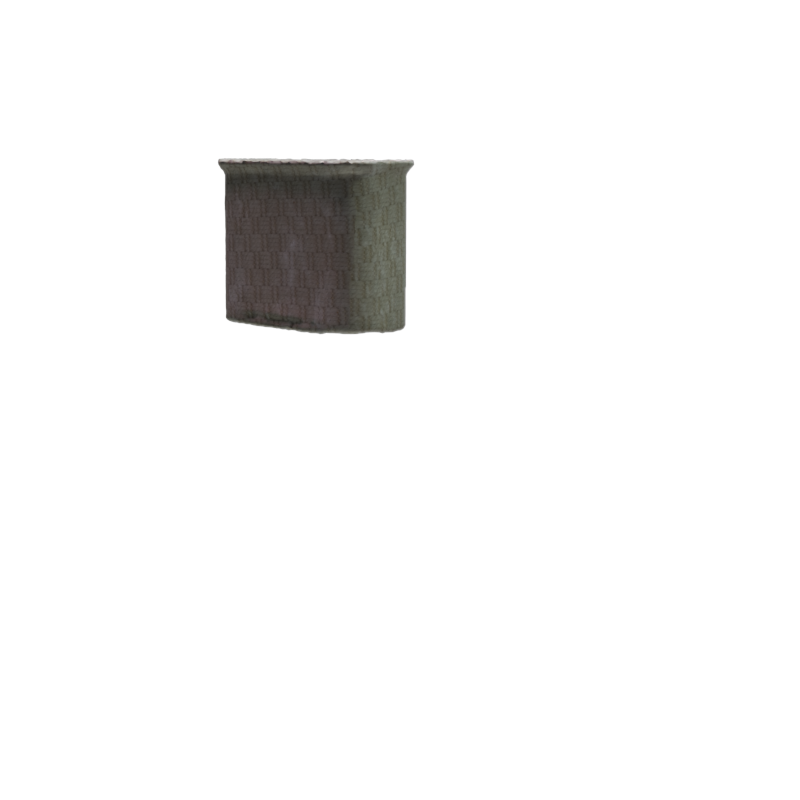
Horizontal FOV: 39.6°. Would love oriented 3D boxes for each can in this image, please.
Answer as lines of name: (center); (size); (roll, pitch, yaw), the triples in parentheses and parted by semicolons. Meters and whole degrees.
can: (-0.044, -0.080, 0.559); (0.107, 0.083, 0.056); (8, 10, 39)
